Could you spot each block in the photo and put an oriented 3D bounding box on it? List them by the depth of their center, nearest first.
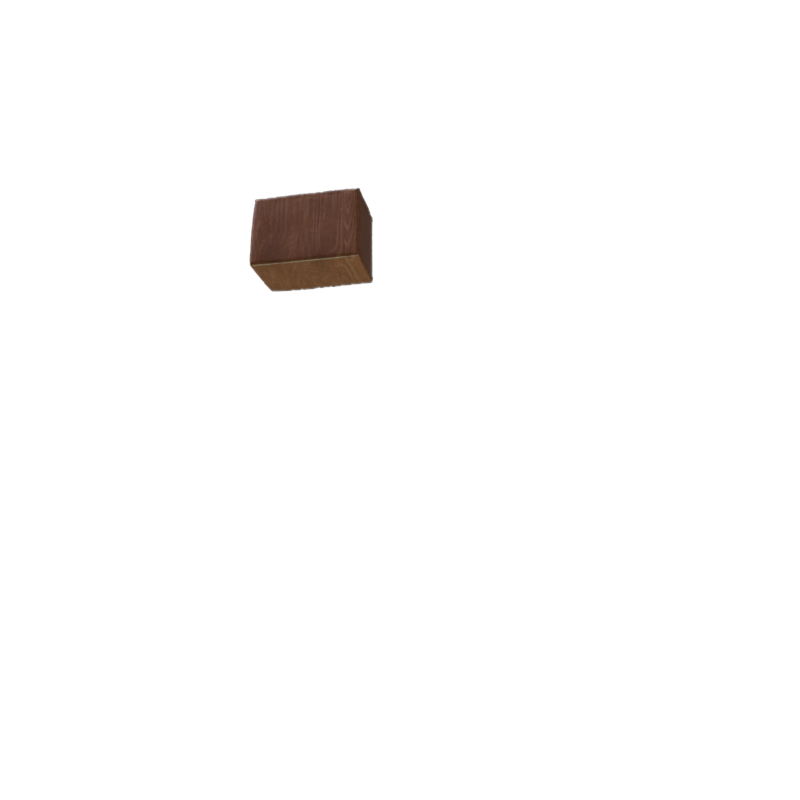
[{"bbox_3d":[-0.061,-0.111,0.781,0.079,0.054,0.049,-5,-21,11],"label":"block"}]
